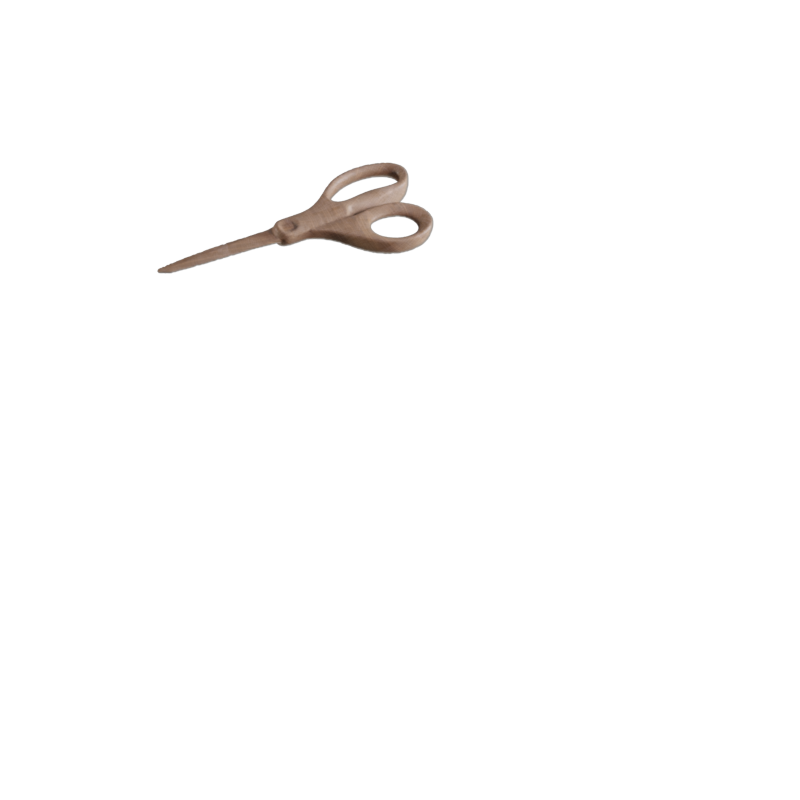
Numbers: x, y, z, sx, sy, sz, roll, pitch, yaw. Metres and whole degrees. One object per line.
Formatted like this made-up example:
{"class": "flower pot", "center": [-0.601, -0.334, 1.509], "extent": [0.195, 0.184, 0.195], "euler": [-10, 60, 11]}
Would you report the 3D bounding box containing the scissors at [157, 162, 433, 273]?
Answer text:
{"class": "scissors", "center": [-0.061, -0.111, 0.779], "extent": [0.202, 0.015, 0.103], "euler": [-35, 56, -28]}
